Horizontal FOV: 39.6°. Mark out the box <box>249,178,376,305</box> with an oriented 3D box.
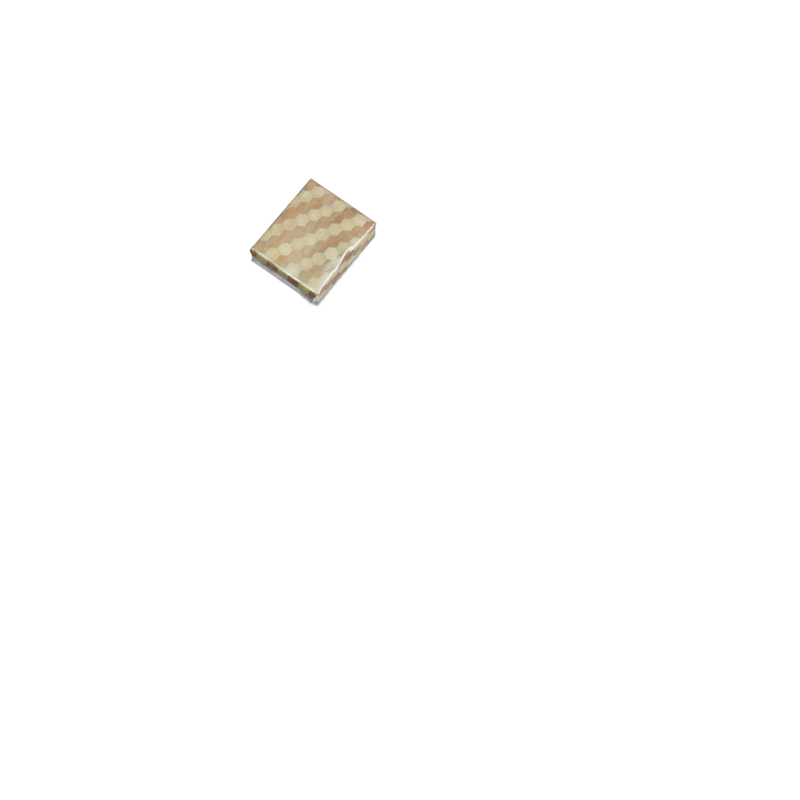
[{"bbox_3d":[-0.075,-0.137,0.963,0.076,0.091,0.029,34,-20,13],"label":"box"}]
